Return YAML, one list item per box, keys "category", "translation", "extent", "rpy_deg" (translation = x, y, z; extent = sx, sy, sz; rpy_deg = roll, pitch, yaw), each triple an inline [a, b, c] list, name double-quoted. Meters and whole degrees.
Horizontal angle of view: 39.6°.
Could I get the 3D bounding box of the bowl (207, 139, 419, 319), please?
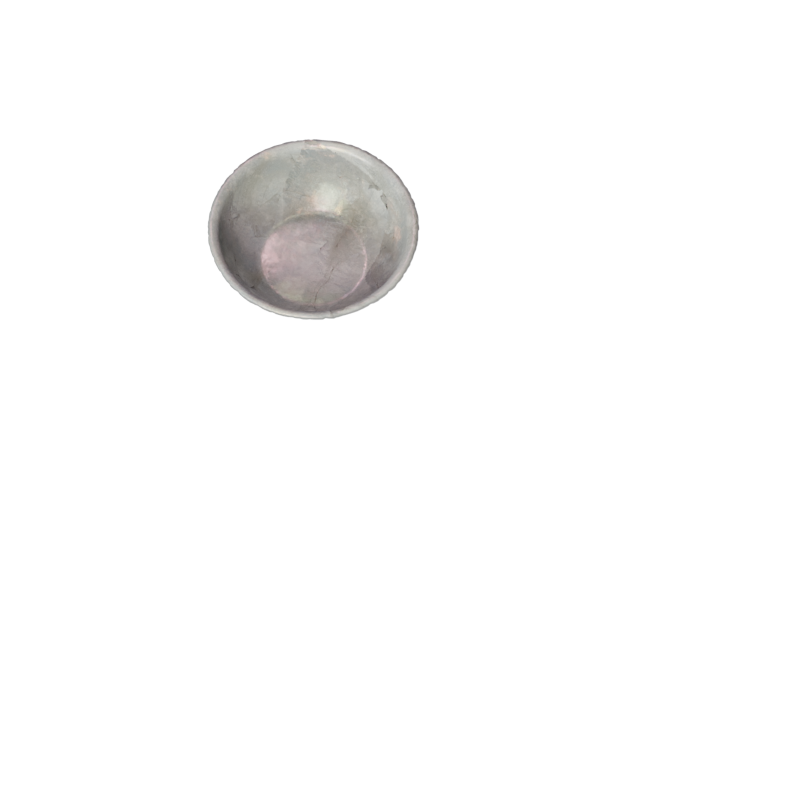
- category: "bowl"
  translation: [-0.068, -0.124, 0.868]
  extent: [0.162, 0.172, 0.052]
  rpy_deg: [-1, -28, -1]
